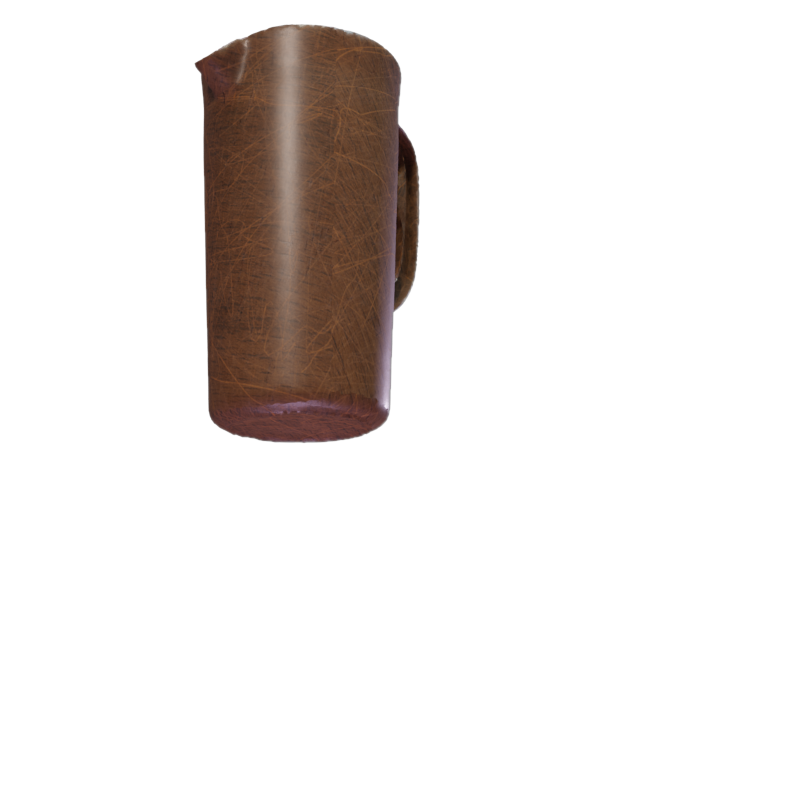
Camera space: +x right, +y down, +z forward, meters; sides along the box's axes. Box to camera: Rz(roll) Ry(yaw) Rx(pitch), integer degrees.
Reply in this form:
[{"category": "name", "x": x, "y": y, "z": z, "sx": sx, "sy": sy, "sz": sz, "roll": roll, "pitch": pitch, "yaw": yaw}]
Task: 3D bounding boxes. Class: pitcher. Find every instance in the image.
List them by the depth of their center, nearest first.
[{"category": "pitcher", "x": -0.055, "y": -0.101, "z": 0.704, "sx": 0.149, "sy": 0.254, "sz": 0.139, "roll": 0, "pitch": -18, "yaw": -2}]
